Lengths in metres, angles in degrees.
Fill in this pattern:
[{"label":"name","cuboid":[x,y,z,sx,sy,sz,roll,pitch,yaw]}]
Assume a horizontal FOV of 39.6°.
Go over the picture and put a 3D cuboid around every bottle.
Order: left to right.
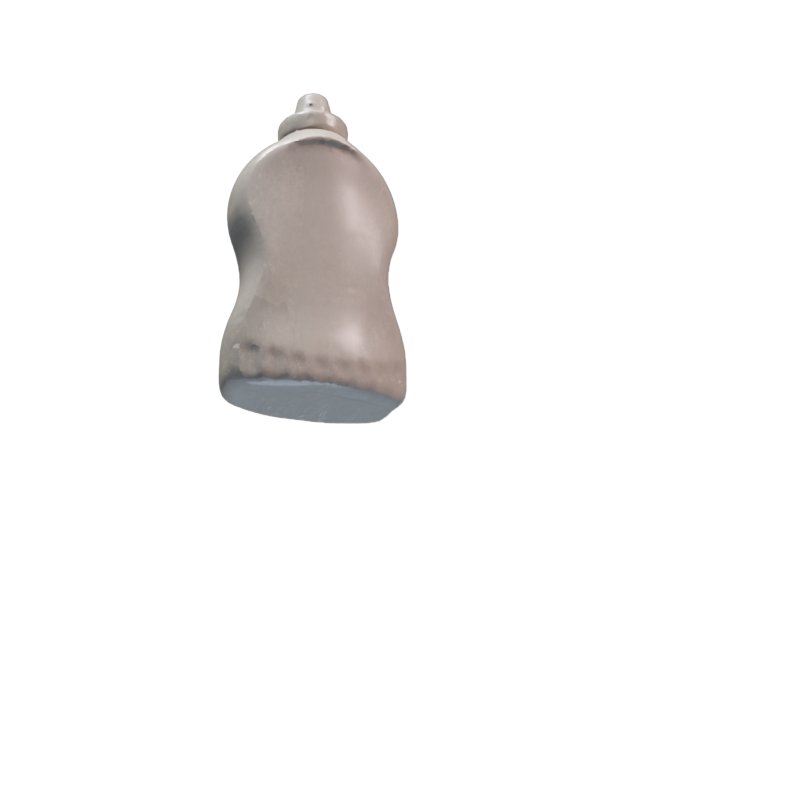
[{"label":"bottle","cuboid":[-0.048,-0.087,0.611,0.093,0.203,0.057,7,-28,-18]}]
